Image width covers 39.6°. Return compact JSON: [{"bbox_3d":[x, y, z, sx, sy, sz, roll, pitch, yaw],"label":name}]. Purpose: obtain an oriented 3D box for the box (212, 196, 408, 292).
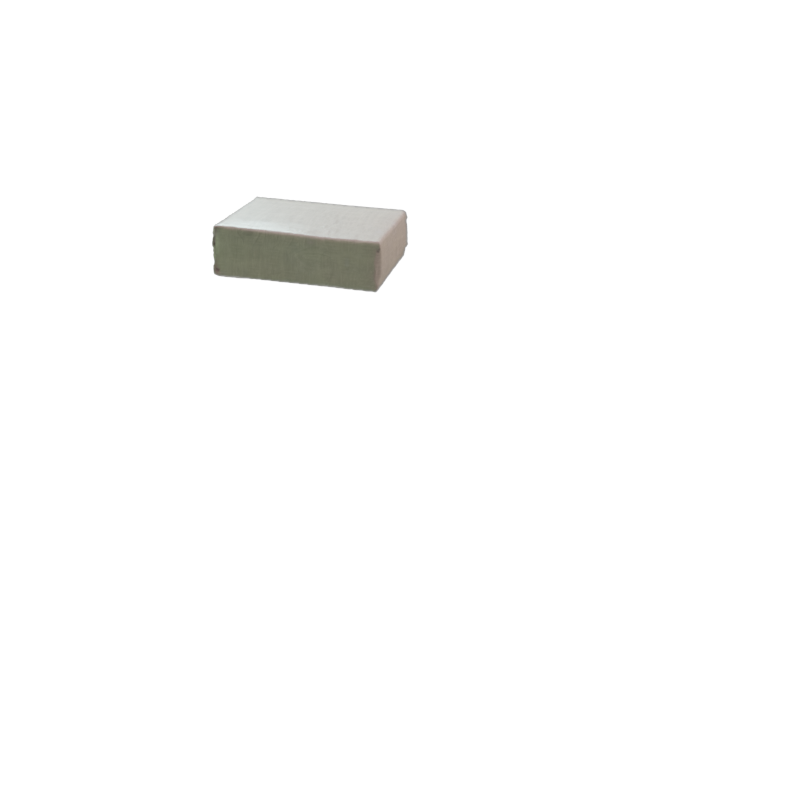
[{"bbox_3d":[-0.058,-0.106,0.741,0.116,0.037,0.092,5,21,13],"label":"box"}]
